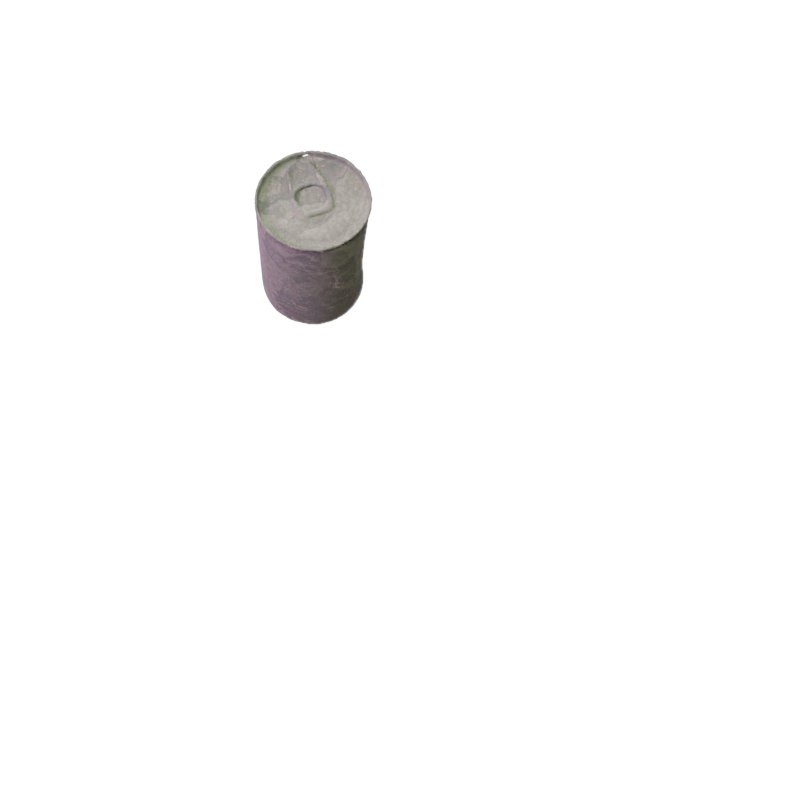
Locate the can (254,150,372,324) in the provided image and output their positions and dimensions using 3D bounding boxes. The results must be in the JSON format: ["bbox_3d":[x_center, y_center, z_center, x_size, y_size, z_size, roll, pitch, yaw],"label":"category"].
[{"bbox_3d":[-0.053,-0.098,0.683,0.068,0.073,0.097,0,-24,-3],"label":"can"}]
